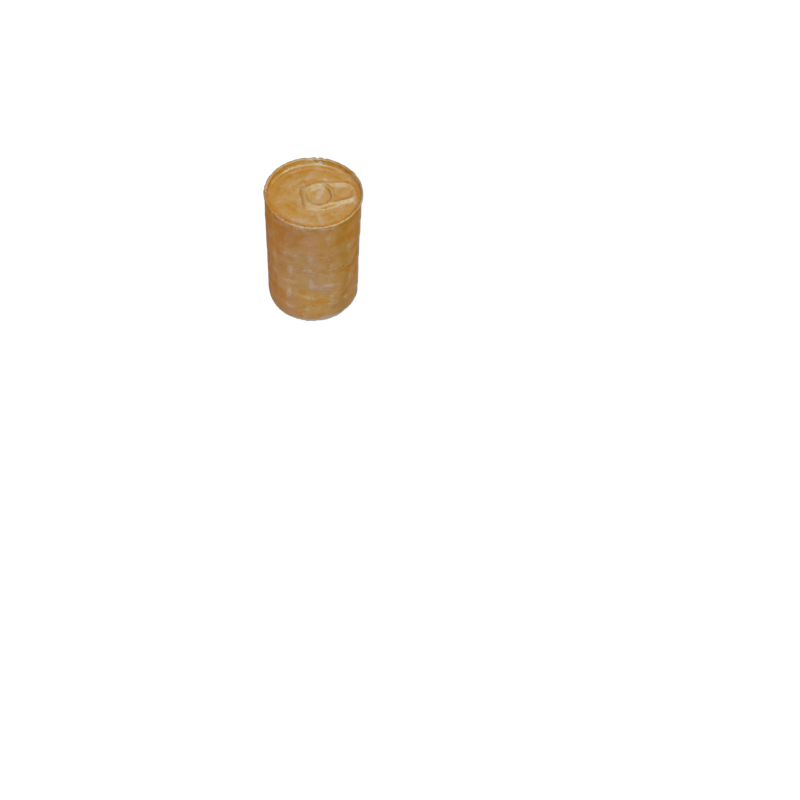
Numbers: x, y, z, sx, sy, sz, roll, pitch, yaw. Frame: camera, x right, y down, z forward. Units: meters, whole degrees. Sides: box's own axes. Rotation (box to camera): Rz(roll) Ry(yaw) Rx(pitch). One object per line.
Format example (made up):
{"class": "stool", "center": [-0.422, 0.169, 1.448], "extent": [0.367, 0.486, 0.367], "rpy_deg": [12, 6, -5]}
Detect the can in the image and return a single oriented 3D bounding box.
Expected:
{"class": "can", "center": [-0.062, -0.113, 0.788], "extent": [0.068, 0.073, 0.095], "rpy_deg": [0, -38, -3]}
